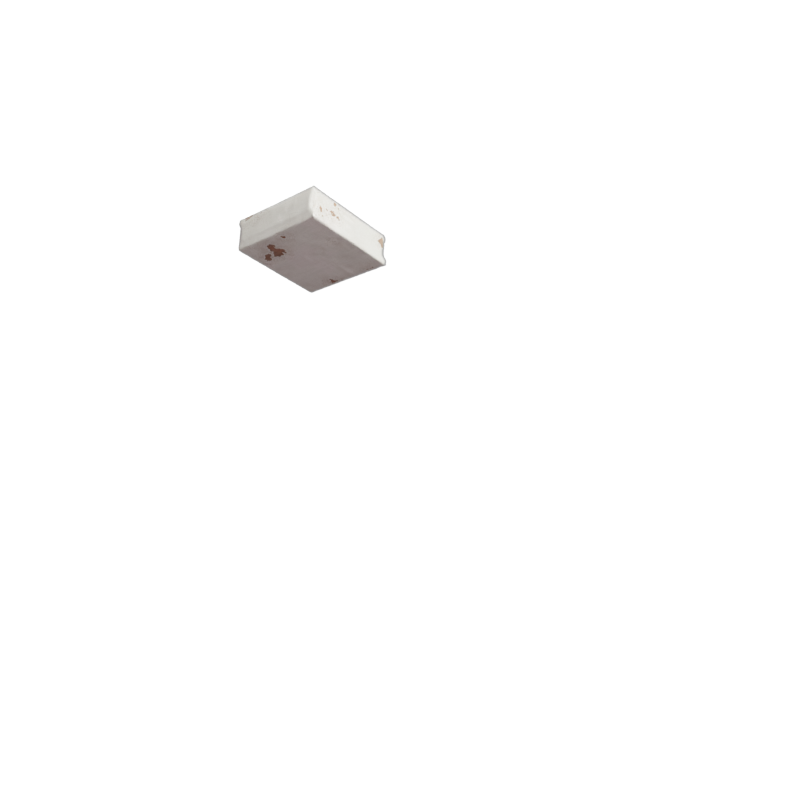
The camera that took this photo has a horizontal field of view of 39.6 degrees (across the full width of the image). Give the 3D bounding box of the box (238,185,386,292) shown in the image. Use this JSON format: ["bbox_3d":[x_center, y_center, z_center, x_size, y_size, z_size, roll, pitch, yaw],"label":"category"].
[{"bbox_3d":[-0.065,-0.118,0.830,0.074,0.032,0.083,-19,-31,34],"label":"box"}]
